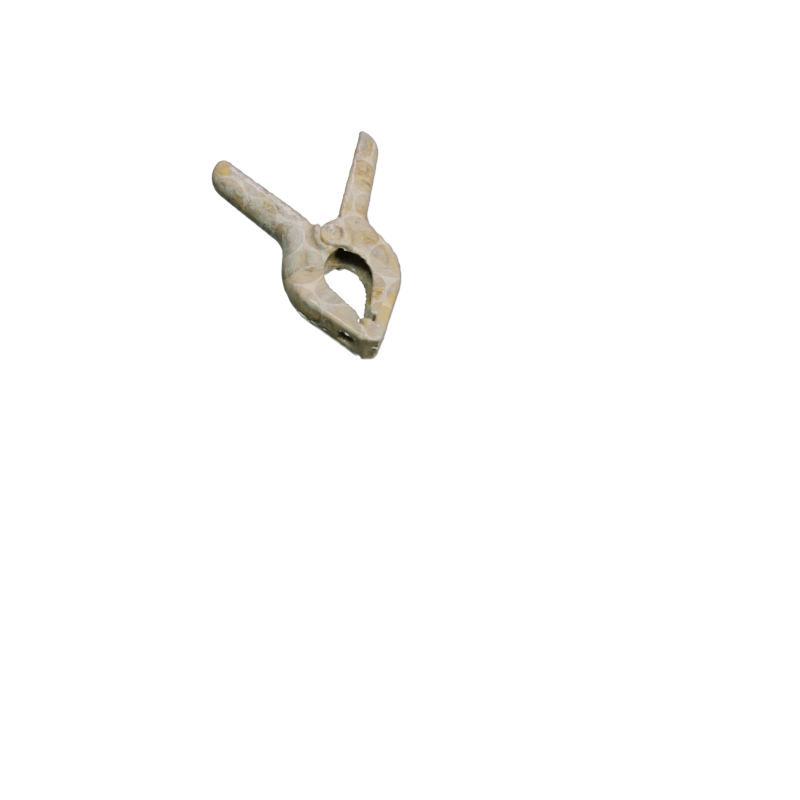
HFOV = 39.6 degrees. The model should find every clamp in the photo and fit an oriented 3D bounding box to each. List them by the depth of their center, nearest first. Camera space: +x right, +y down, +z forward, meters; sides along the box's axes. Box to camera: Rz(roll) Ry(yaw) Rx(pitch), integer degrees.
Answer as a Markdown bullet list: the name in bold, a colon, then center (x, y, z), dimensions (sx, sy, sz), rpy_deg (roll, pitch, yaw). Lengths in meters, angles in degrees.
- **clamp**: center (-0.058, -0.106, 0.744), dimensions (0.119, 0.184, 0.037), rpy_deg (-10, -31, -7)
